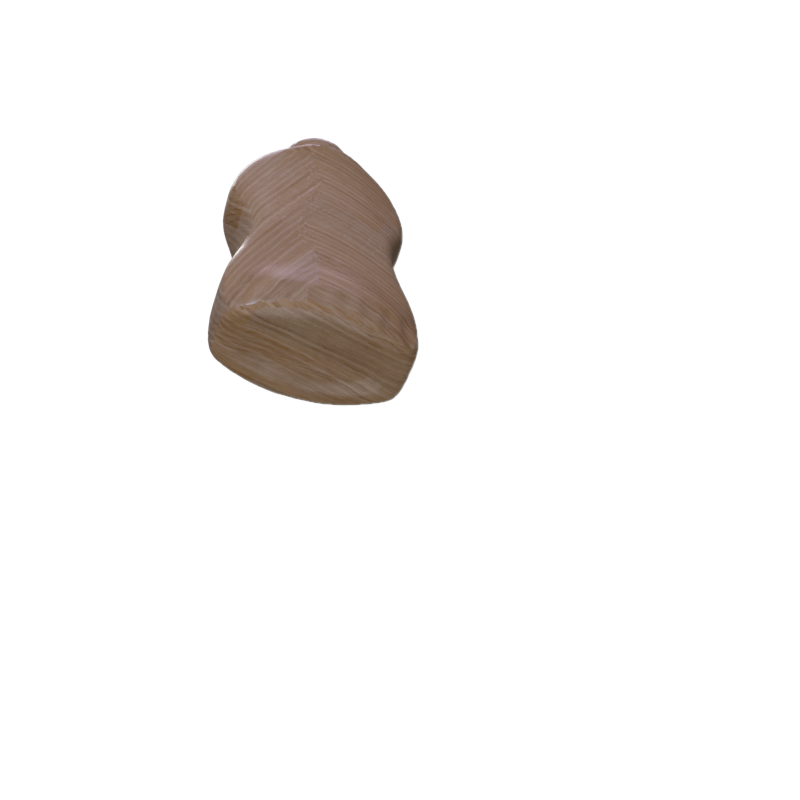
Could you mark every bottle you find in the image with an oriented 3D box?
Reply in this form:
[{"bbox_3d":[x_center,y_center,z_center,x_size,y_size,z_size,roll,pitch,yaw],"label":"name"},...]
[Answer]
[{"bbox_3d":[-0.045,-0.083,0.580,0.094,0.055,0.205,11,37,-12],"label":"bottle"}]
